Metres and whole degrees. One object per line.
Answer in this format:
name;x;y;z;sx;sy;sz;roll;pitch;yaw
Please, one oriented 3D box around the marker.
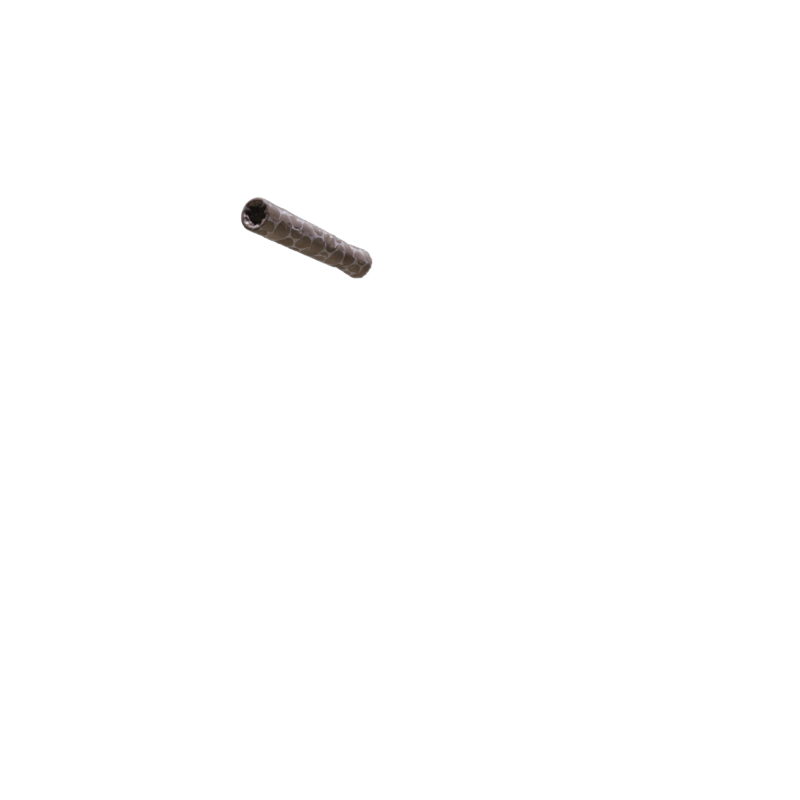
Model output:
marker;-0.050;-0.090;0.633;0.020;0.020;0.114;3;-7;29
